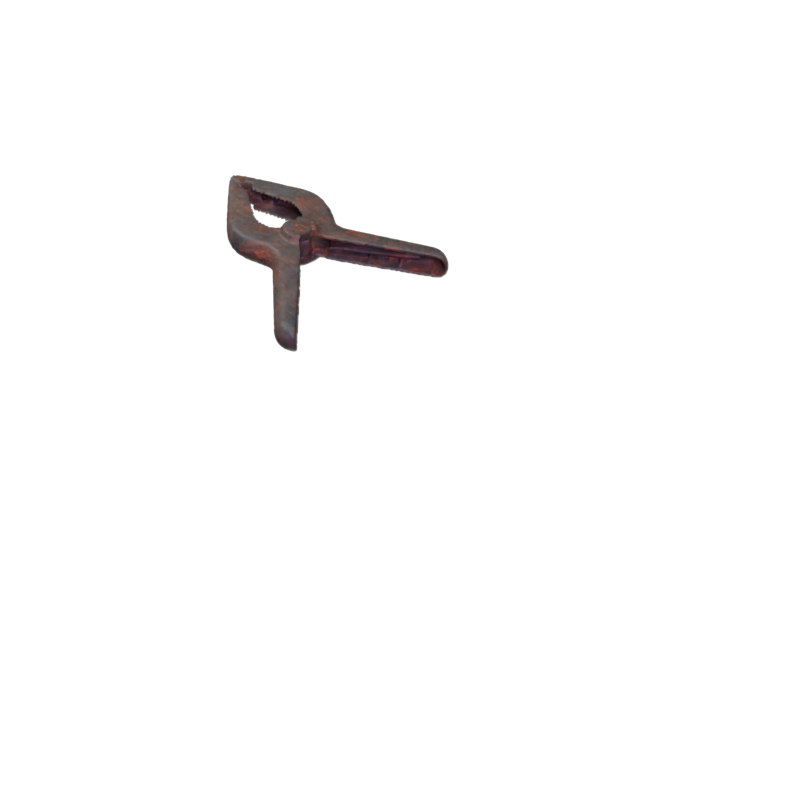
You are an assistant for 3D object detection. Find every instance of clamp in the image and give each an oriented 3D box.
[{"bbox_3d":[-0.073,-0.134,0.936,0.163,0.034,0.227,-22,46,-22],"label":"clamp"}]
